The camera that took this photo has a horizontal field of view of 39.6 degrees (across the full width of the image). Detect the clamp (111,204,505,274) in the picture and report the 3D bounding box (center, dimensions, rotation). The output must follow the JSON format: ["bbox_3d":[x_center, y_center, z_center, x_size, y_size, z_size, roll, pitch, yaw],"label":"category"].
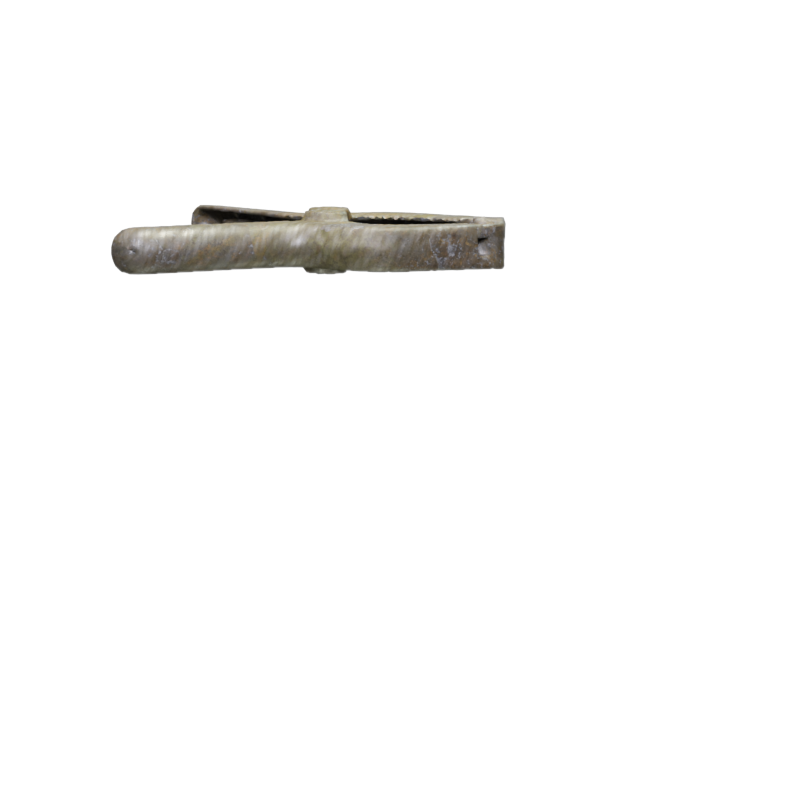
[{"bbox_3d":[-0.049,-0.089,0.626,0.215,0.035,0.166,4,16,14],"label":"clamp"}]
